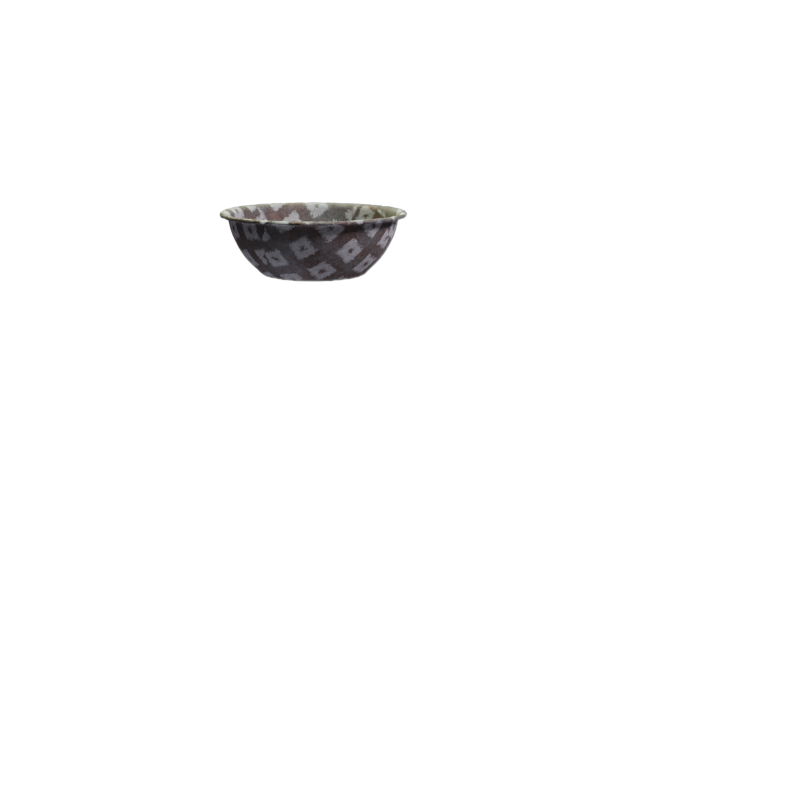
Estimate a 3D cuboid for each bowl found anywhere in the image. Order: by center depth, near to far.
[{"bbox_3d":[-0.075,-0.137,0.960,0.162,0.053,0.167,0,15,-2],"label":"bowl"}]
